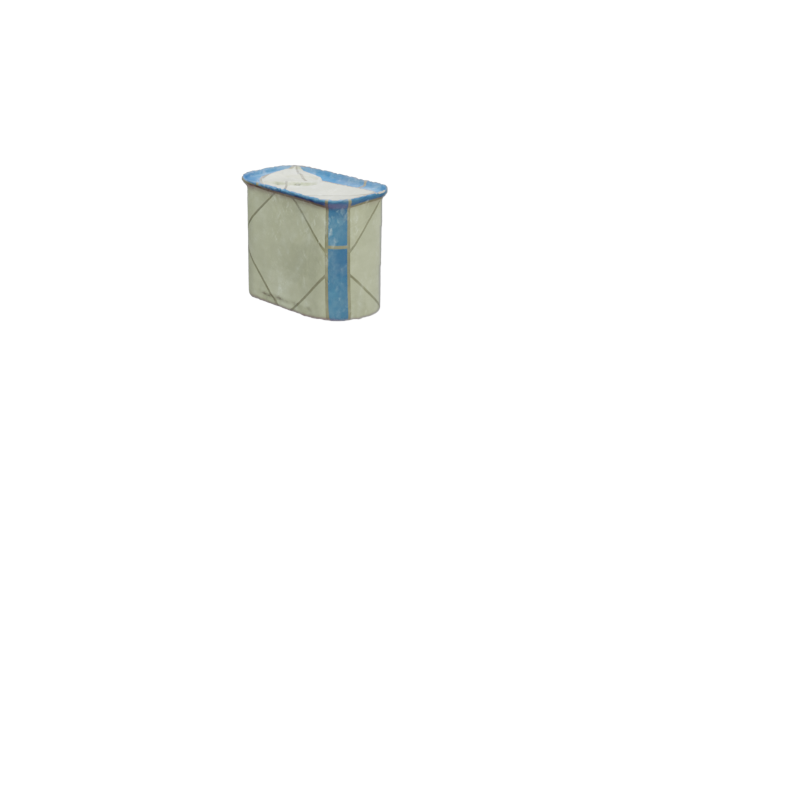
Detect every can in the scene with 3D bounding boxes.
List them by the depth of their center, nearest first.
[{"bbox_3d":[-0.058,-0.105,0.738,0.108,0.080,0.056,21,28,41],"label":"can"}]
